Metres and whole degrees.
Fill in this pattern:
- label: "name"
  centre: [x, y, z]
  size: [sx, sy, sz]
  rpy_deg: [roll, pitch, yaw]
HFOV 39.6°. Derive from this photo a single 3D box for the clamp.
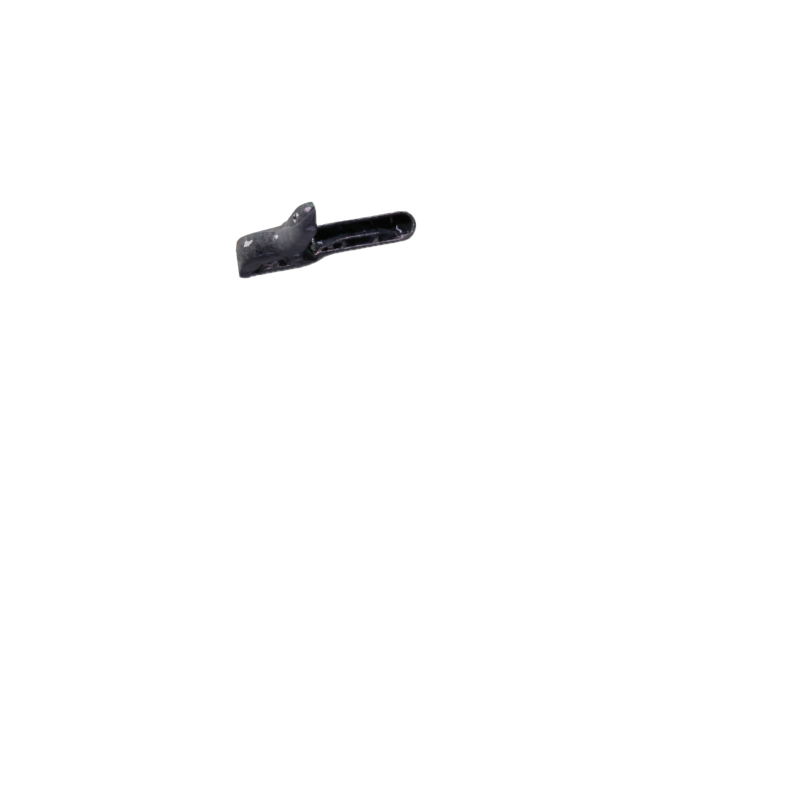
- label: "clamp"
  centre: [-0.073, -0.132, 0.927]
  size: [0.115, 0.040, 0.175]
  rpy_deg: [4, -7, -34]
